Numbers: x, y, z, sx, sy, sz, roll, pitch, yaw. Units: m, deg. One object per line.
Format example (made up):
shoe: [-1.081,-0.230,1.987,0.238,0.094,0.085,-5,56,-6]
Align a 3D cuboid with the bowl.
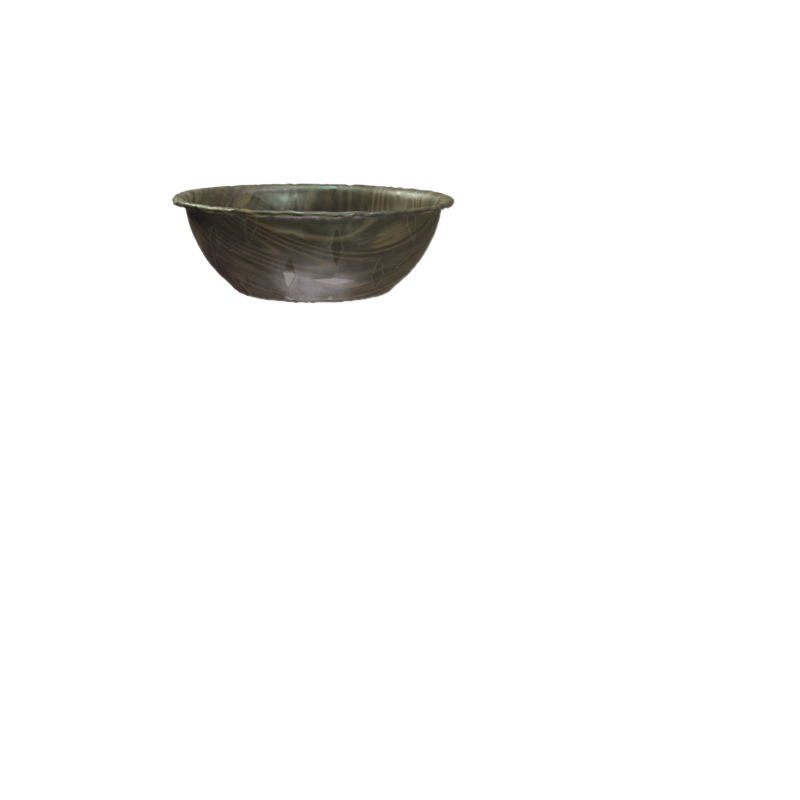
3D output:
bowl: [-0.050,-0.091,0.639,0.162,0.054,0.167,0,15,-2]
